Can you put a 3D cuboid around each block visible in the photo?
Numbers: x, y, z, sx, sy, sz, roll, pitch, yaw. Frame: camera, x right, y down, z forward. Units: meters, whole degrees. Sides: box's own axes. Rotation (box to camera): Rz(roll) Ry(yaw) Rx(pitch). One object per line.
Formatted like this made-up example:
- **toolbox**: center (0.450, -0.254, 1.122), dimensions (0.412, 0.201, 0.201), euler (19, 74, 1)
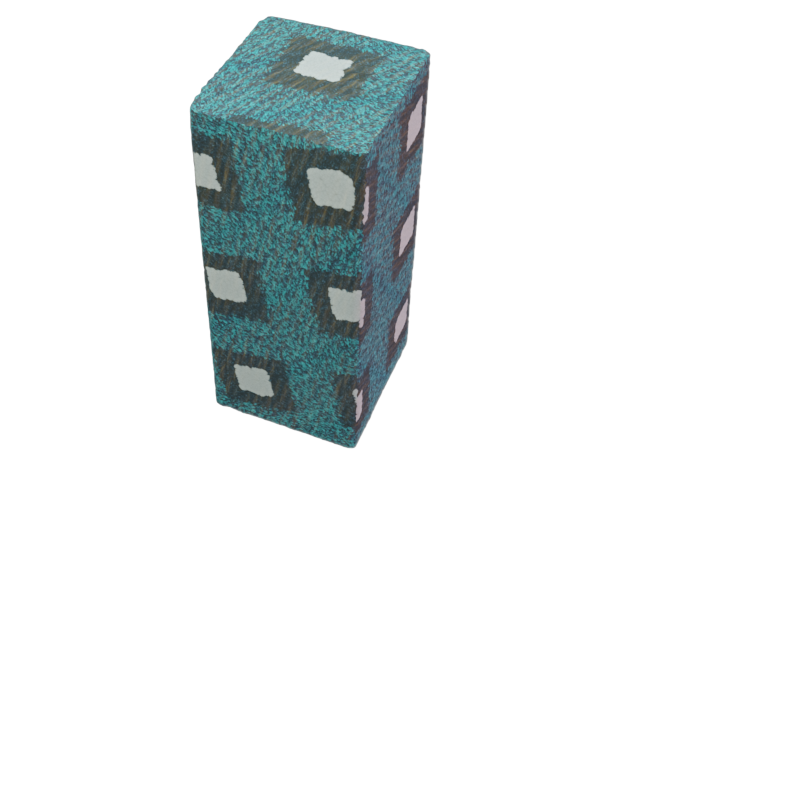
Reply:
- **block**: center (-0.046, -0.084, 0.584), dimensions (0.093, 0.192, 0.095), euler (17, 48, 12)
